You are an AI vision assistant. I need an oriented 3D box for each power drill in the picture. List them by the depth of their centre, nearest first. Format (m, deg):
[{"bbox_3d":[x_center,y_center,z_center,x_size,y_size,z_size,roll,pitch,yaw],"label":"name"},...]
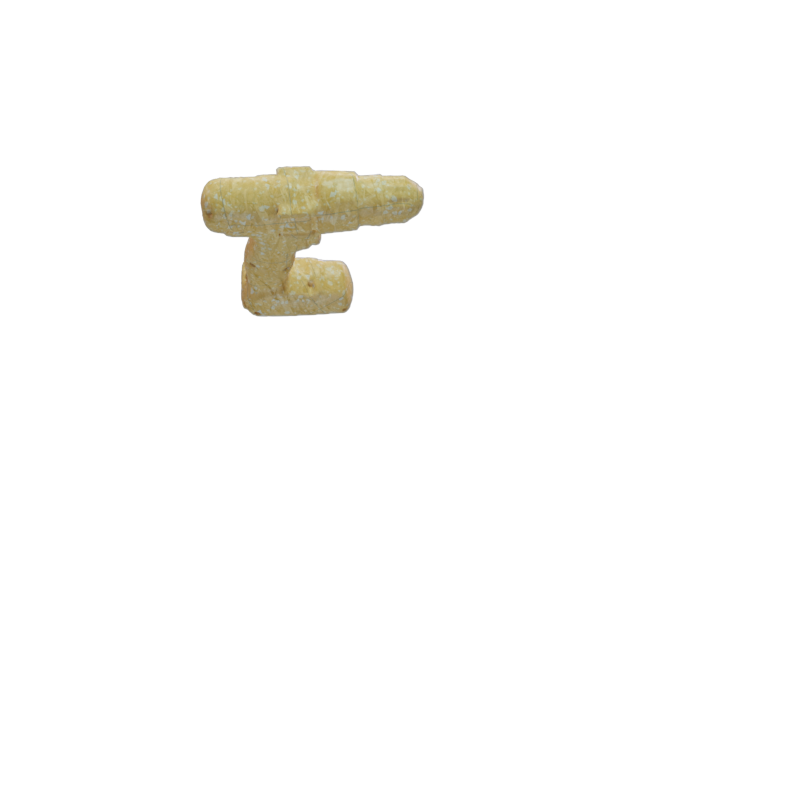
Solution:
[{"bbox_3d":[-0.077,-0.140,0.978,0.184,0.061,0.177,0,-25,-1],"label":"power drill"}]
